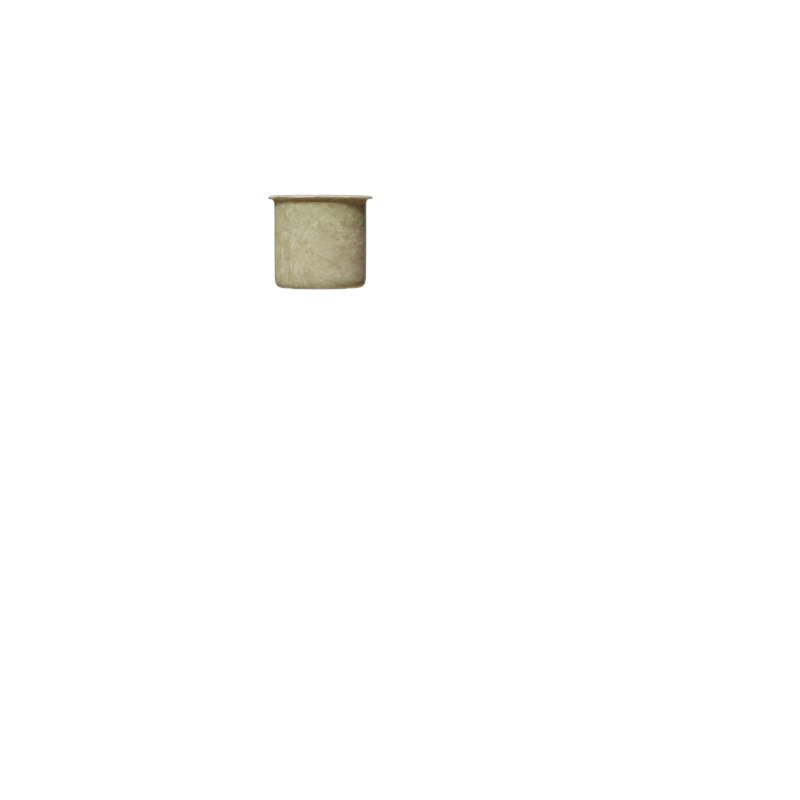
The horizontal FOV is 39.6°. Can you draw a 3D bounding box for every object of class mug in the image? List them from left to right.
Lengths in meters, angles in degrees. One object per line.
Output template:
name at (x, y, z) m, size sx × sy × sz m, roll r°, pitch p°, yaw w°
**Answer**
mug at (-0.078, -0.142, 0.995) m, size 0.090 × 0.081 × 0.122 m, roll -3°, pitch 7°, yaw -34°
